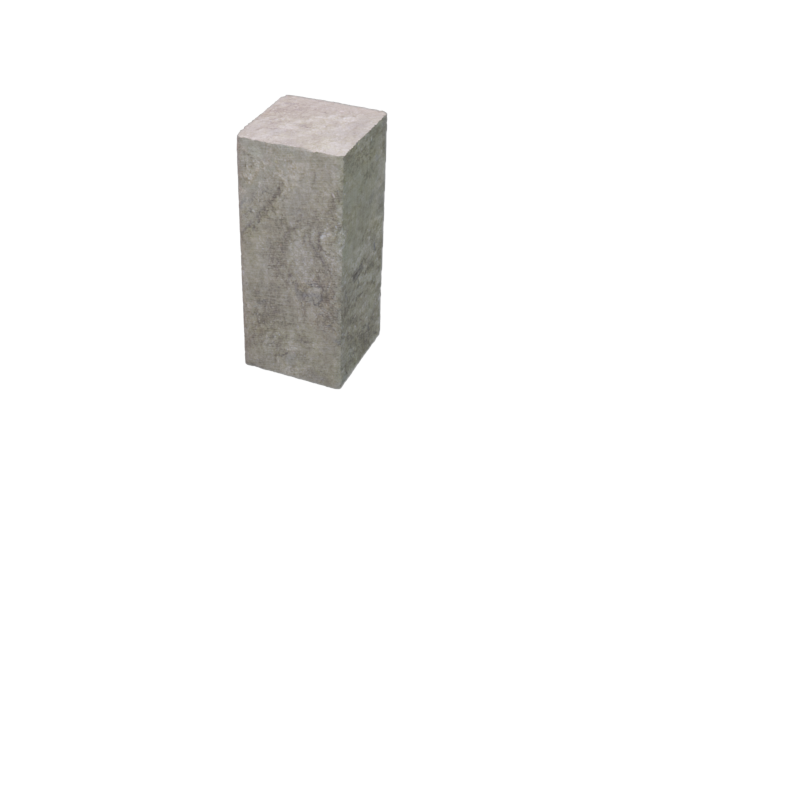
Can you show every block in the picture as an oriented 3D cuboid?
[{"bbox_3d":[-0.070,-0.126,0.882,0.093,0.193,0.093,14,35,17],"label":"block"}]
